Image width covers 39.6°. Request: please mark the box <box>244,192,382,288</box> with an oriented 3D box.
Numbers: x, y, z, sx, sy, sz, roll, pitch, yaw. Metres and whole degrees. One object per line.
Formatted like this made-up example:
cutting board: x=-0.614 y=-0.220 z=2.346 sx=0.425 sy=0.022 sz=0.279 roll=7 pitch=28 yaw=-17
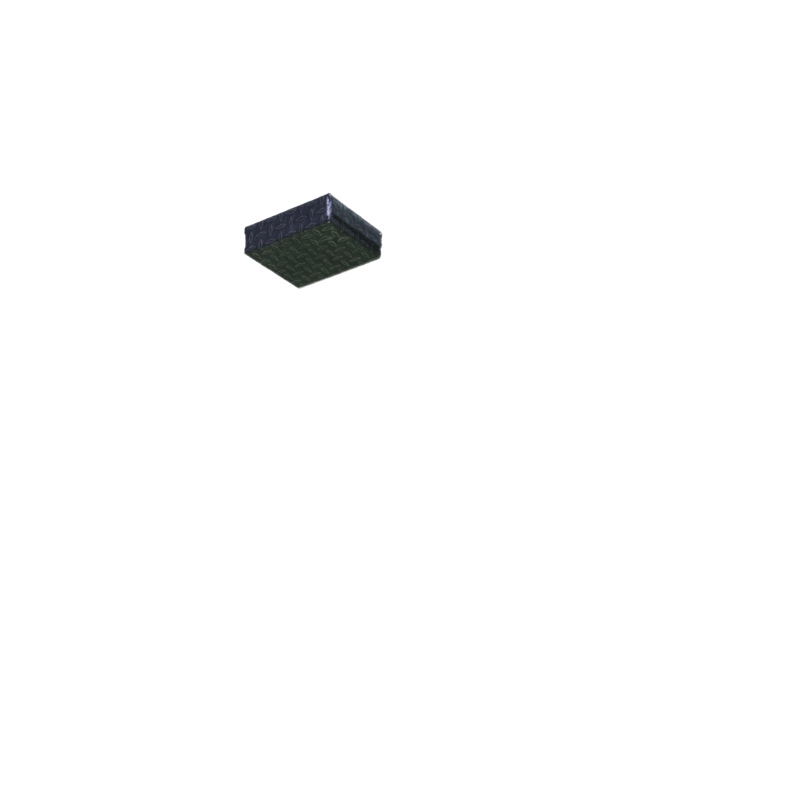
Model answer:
box: x=-0.071 y=-0.129 z=0.903 sx=0.090 sy=0.032 sz=0.068 roll=-17 pitch=-31 yaw=31
